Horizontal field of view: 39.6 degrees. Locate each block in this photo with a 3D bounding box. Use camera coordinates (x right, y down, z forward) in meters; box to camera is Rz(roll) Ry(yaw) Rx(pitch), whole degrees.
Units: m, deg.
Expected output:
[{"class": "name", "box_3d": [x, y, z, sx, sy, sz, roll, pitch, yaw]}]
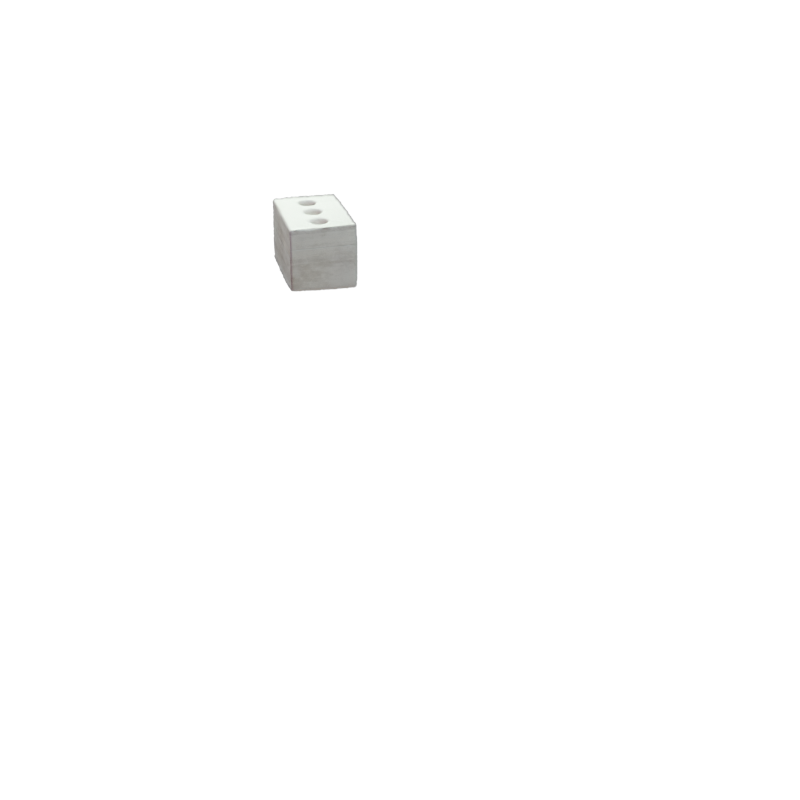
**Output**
[{"class": "block", "box_3d": [-0.068, -0.124, 0.866, 0.052, 0.049, 0.083, -6, 27, -14]}]
